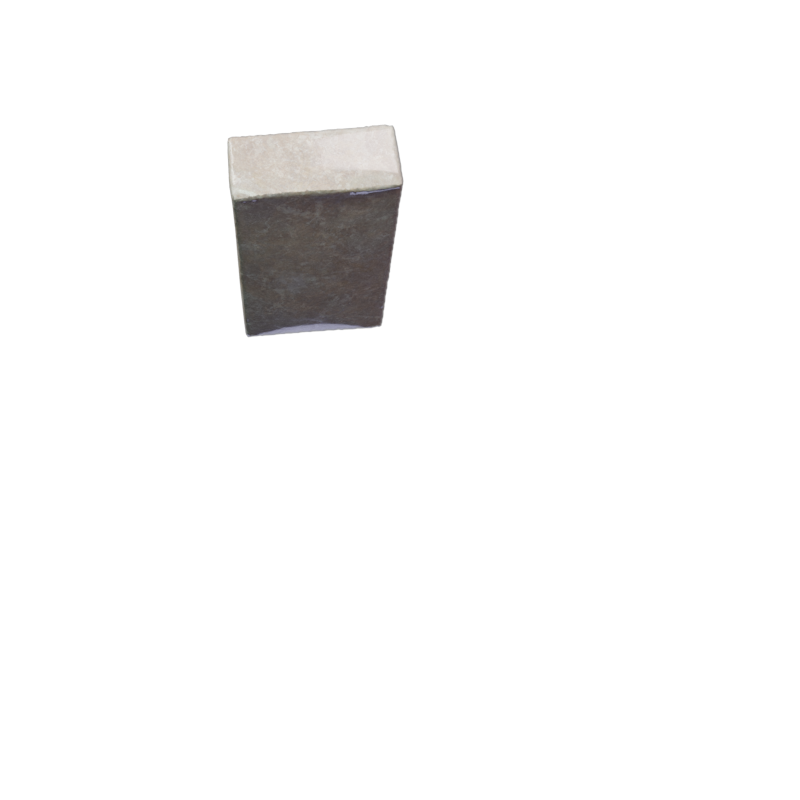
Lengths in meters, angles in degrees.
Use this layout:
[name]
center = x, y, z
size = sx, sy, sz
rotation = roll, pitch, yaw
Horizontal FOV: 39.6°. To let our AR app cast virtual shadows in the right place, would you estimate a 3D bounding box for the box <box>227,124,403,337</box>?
[box]
center = -0.052, -0.094, 0.659
size = 0.093, 0.051, 0.168
rotation = -5, -20, -5
